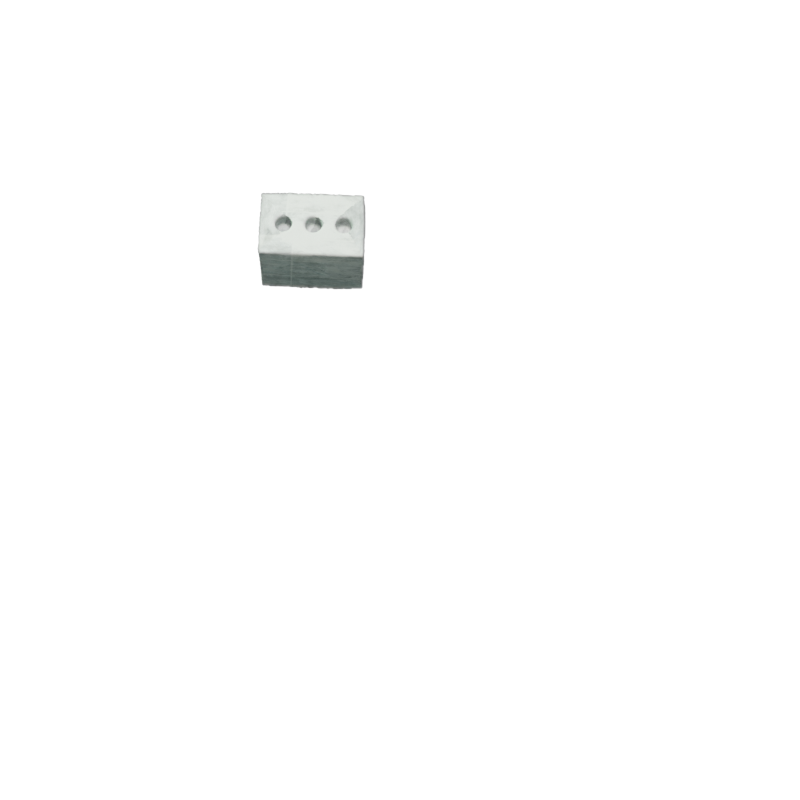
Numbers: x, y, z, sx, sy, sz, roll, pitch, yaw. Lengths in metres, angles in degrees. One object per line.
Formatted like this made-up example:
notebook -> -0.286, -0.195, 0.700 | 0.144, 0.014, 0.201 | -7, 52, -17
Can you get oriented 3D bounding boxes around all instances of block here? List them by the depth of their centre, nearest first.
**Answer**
block -> -0.064, -0.117, 0.818 | 0.078, 0.056, 0.048 | 1, -28, -1
